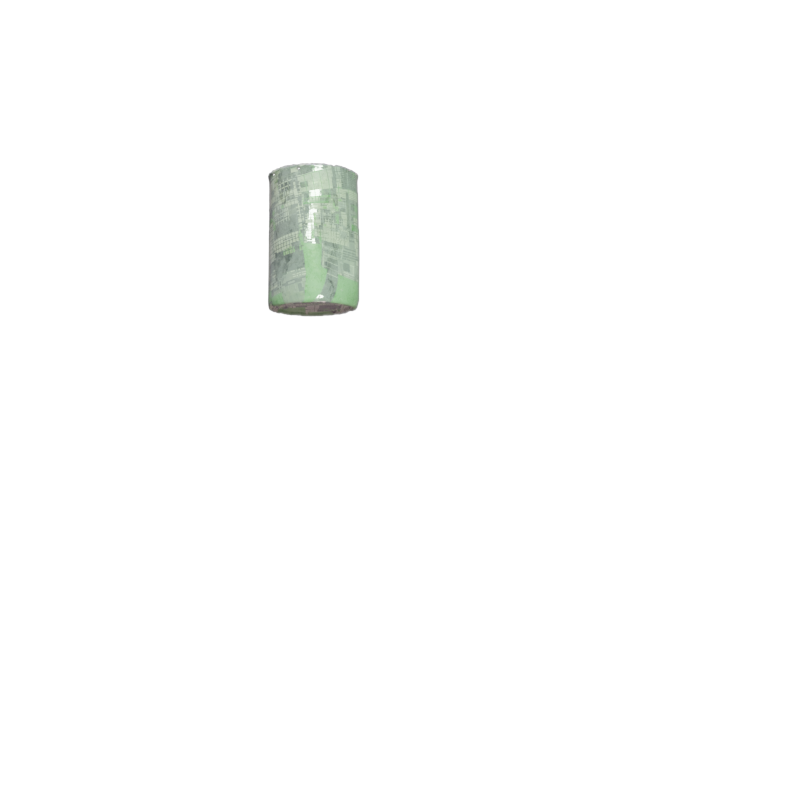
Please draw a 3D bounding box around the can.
[{"bbox_3d":[-0.065,-0.118,0.824,0.068,0.105,0.067,0,-10,-2],"label":"can"}]
